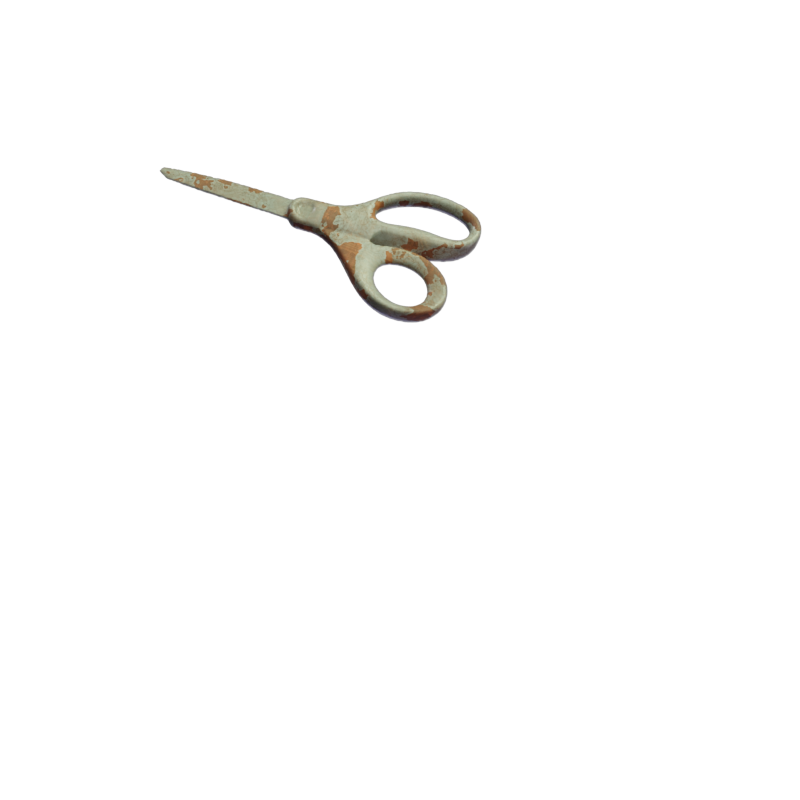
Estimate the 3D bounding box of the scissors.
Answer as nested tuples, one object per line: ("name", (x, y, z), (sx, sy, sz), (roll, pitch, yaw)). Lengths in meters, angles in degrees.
("scissors", (-0.053, -0.096, 0.672), (0.202, 0.102, 0.015), (4, -31, 2))
